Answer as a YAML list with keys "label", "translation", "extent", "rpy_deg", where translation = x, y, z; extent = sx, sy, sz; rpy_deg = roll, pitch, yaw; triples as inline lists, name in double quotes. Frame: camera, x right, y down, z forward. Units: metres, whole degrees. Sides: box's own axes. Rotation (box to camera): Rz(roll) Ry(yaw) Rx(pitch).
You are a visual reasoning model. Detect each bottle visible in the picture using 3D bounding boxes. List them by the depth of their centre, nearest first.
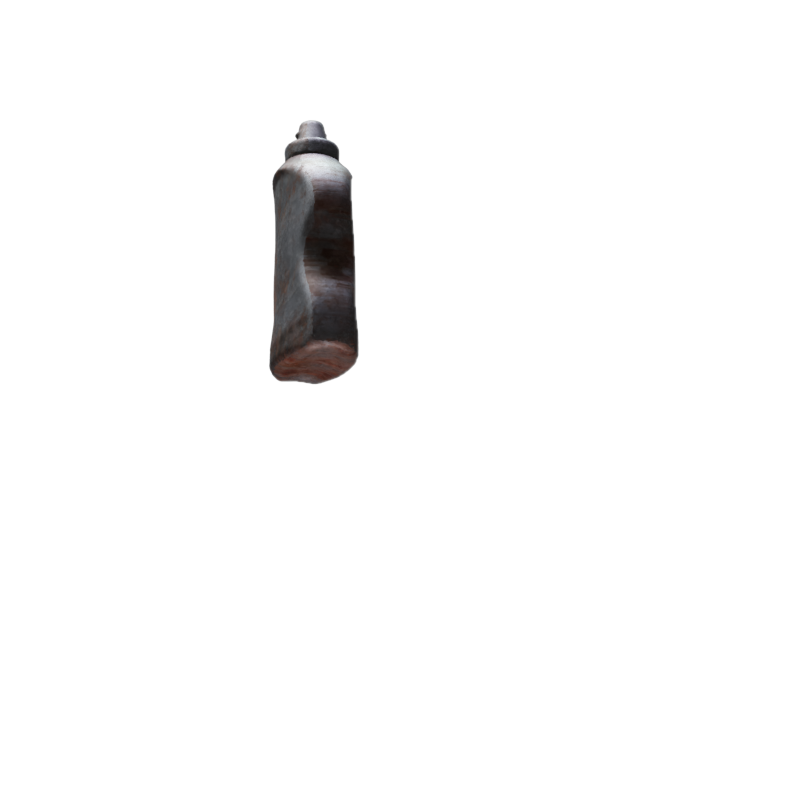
- label: "bottle"
  translation: [-0.063, -0.115, 0.805]
  extent: [0.057, 0.201, 0.093]
  rpy_deg: [5, -21, -16]
